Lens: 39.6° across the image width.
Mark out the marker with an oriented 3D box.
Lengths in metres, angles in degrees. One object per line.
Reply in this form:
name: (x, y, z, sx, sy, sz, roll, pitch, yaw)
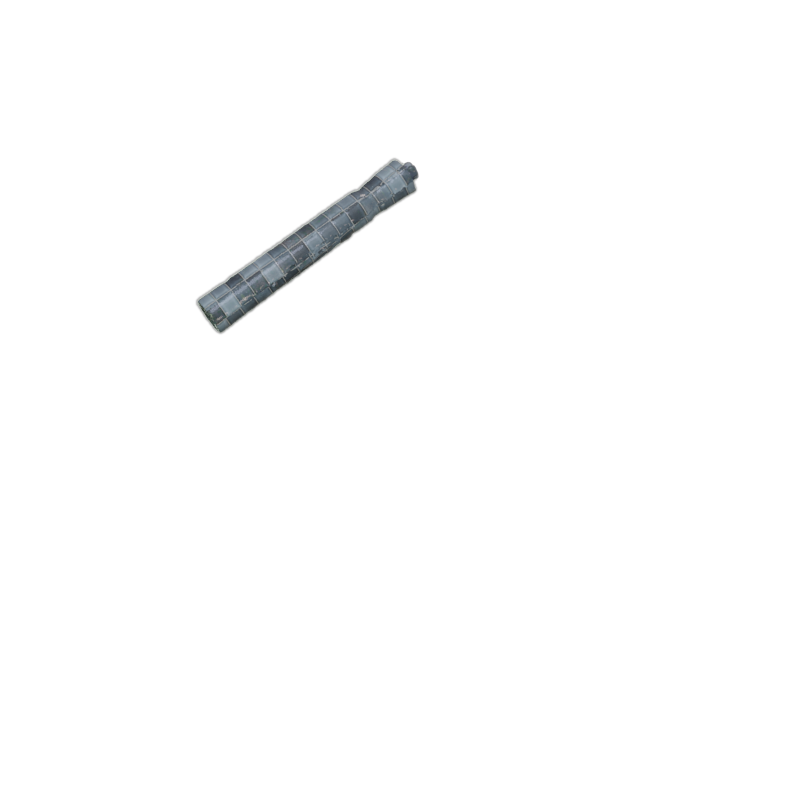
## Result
marker: (-0.040, -0.074, 0.517, 0.121, 0.019, 0.020, -38, 13, -11)
